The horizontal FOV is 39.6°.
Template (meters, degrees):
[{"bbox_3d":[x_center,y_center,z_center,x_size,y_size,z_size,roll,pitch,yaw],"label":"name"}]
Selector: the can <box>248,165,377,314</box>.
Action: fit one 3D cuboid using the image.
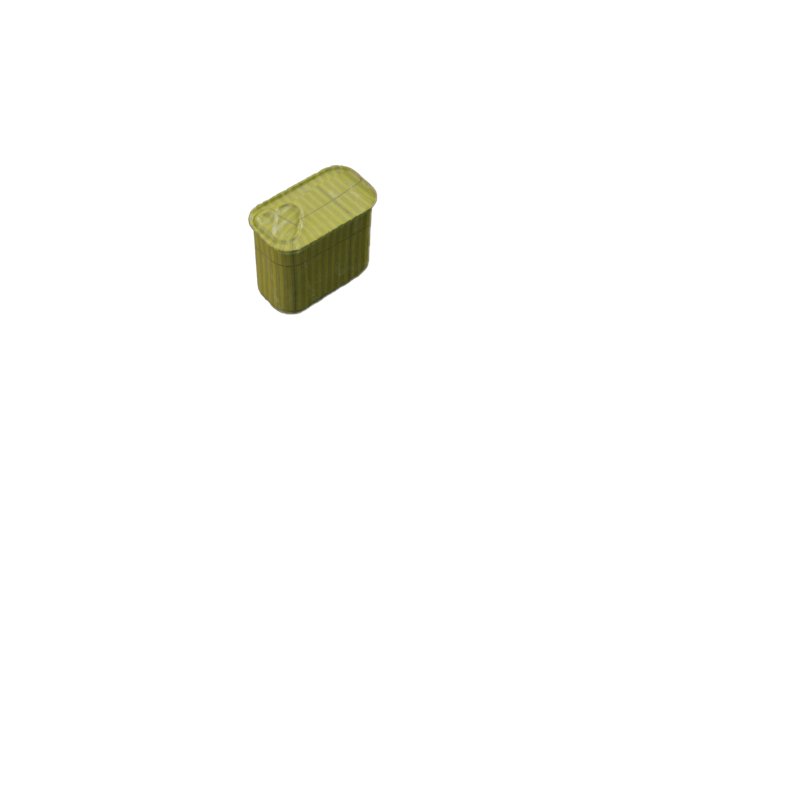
[{"bbox_3d":[-0.070,-0.127,0.893,0.102,0.061,0.078,-33,-29,-24],"label":"can"}]
